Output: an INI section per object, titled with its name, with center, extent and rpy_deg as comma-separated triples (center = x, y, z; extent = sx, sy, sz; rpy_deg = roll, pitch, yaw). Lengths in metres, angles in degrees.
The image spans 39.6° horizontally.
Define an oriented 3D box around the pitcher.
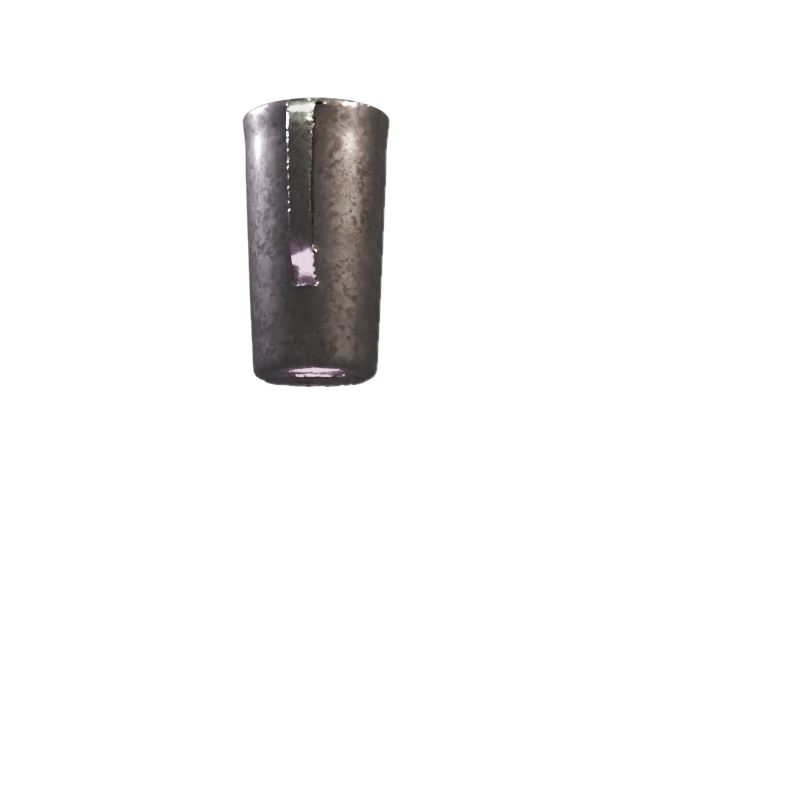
[pitcher]
center = -0.076, -0.139, 0.972
extent = 0.142, 0.250, 0.148
rpy_deg = 9, -14, -40
